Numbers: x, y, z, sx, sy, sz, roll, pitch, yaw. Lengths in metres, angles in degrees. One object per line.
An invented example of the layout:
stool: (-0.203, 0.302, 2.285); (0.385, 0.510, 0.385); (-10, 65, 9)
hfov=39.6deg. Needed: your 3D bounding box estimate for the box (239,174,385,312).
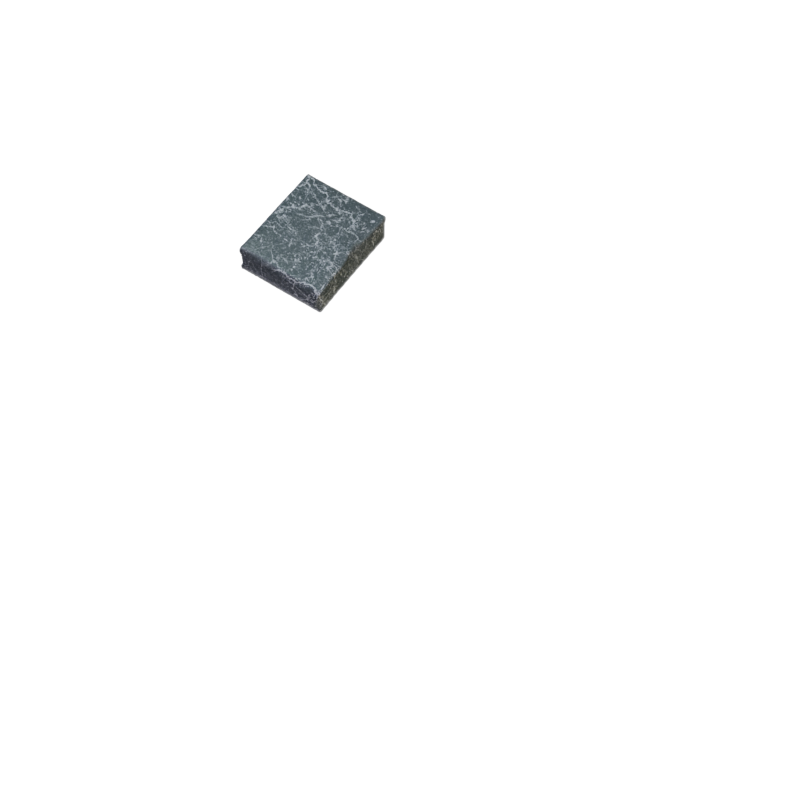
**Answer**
box: (-0.065, -0.118, 0.827); (0.076, 0.091, 0.028); (29, -30, 18)
